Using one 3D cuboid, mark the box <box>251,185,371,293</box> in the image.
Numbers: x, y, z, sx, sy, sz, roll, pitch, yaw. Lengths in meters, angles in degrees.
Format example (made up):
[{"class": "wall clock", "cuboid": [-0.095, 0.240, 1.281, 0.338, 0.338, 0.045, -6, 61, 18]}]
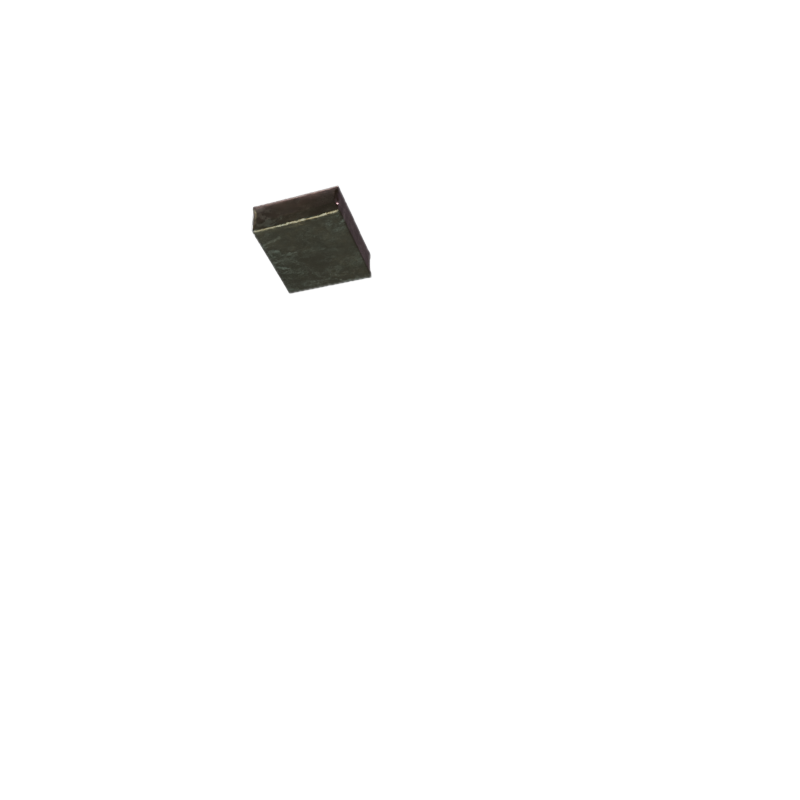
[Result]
[{"class": "box", "cuboid": [-0.070, -0.128, 0.896, 0.074, 0.032, 0.082, -11, -38, 14]}]
